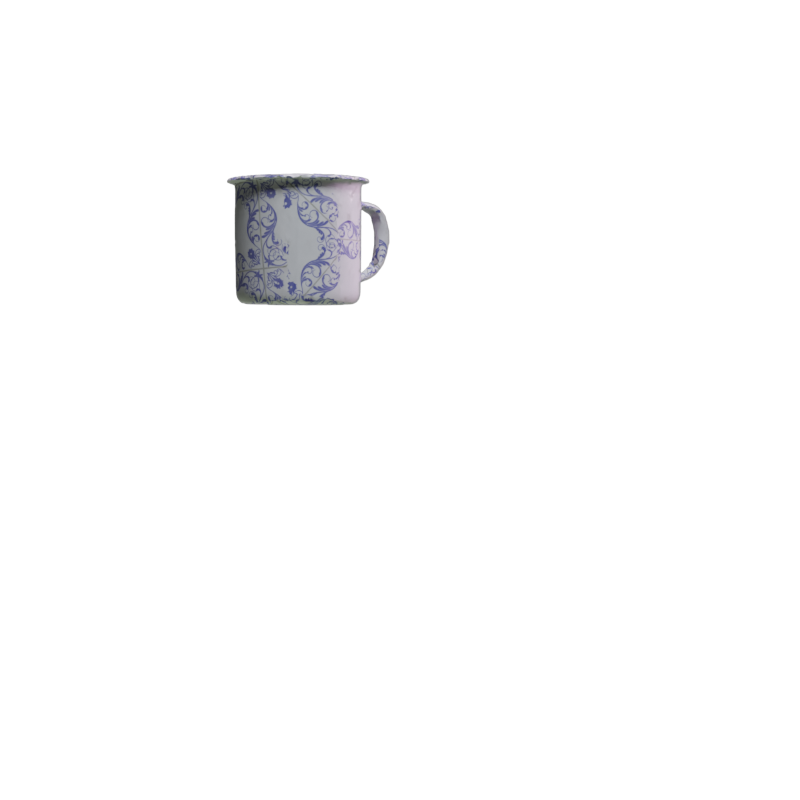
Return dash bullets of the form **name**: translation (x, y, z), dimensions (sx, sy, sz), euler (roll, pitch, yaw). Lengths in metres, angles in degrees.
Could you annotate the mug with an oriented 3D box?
- **mug**: translation (-0.057, -0.104, 0.730), dimensions (0.113, 0.081, 0.097), euler (-3, 5, -37)
